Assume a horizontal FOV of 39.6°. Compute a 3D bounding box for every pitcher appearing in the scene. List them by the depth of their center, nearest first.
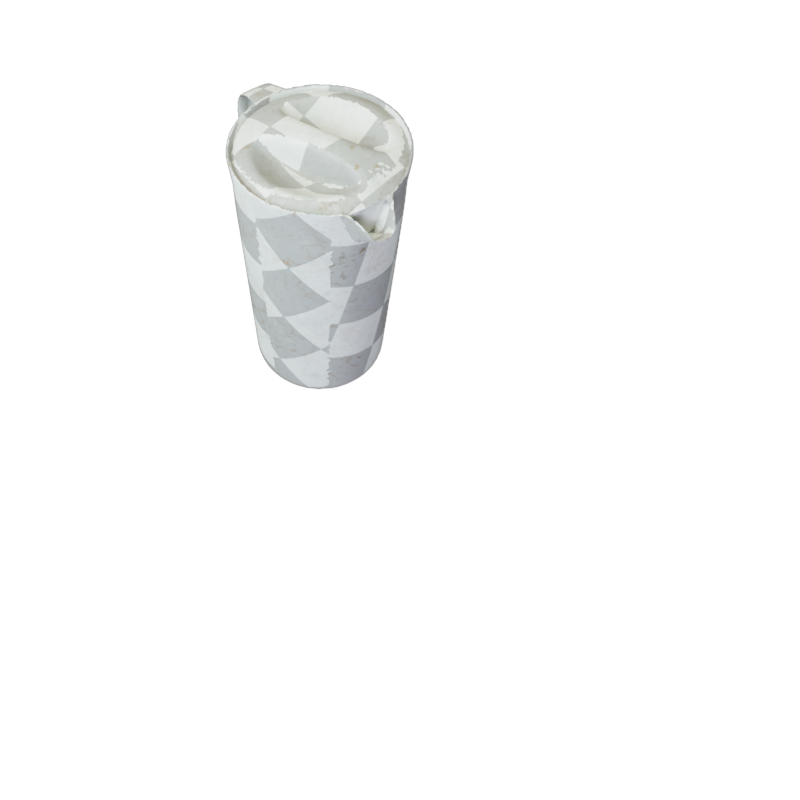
[{"bbox_3d":[-0.068,-0.125,0.874,0.146,0.158,0.227,9,-36,4],"label":"pitcher"}]
